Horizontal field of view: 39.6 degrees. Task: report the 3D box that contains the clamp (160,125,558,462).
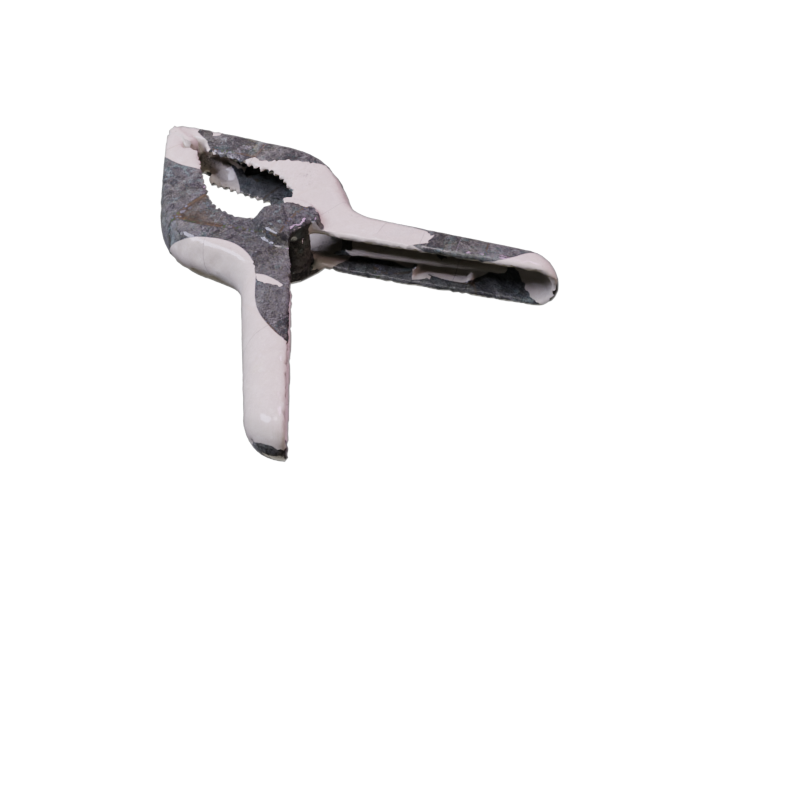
[{"bbox_3d":[-0.042,-0.076,0.530,0.163,0.034,0.227,-23,49,-22],"label":"clamp"}]
